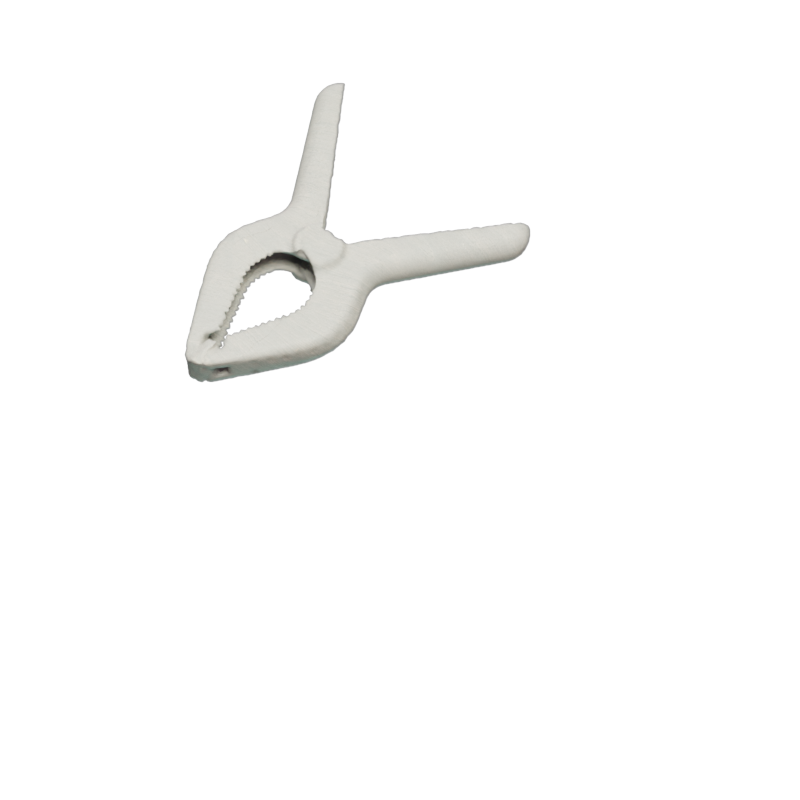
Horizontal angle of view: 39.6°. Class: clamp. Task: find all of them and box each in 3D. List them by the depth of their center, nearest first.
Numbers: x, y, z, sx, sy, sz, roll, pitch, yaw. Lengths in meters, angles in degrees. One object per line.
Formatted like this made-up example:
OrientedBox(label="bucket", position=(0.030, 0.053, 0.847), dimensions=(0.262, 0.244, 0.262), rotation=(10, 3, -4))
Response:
OrientedBox(label="clamp", position=(-0.051, -0.094, 0.656), dimensions=(0.211, 0.174, 0.034), rotation=(-36, -23, -18))
